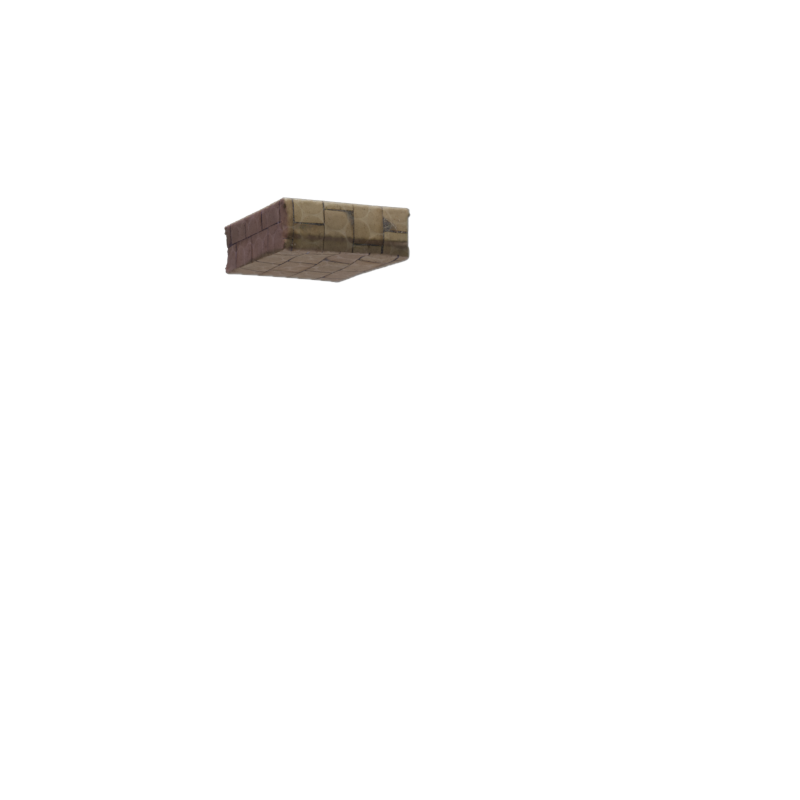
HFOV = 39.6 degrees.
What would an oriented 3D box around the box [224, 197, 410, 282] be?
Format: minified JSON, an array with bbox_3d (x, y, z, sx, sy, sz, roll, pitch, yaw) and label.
[{"bbox_3d":[-0.058,-0.106,0.742,0.087,0.040,0.115,2,-5,-27],"label":"box"}]
